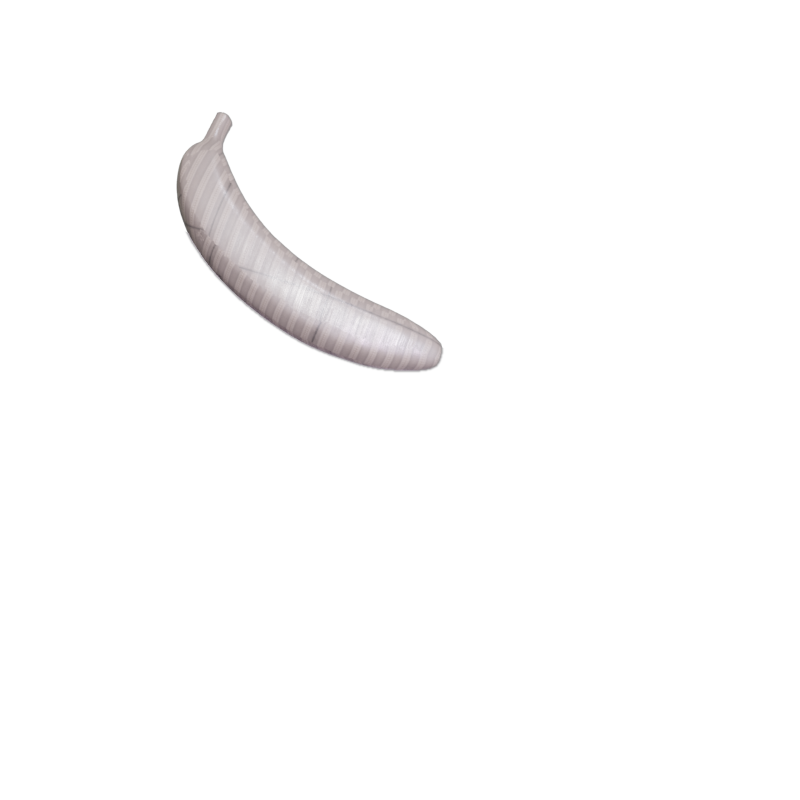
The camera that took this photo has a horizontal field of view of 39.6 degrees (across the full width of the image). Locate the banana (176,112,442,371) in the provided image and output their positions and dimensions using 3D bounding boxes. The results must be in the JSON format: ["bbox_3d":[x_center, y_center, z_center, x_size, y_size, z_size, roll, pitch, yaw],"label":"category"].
[{"bbox_3d":[-0.064,-0.078,0.606,0.070,0.207,0.035,-37,-17,-13],"label":"banana"}]
